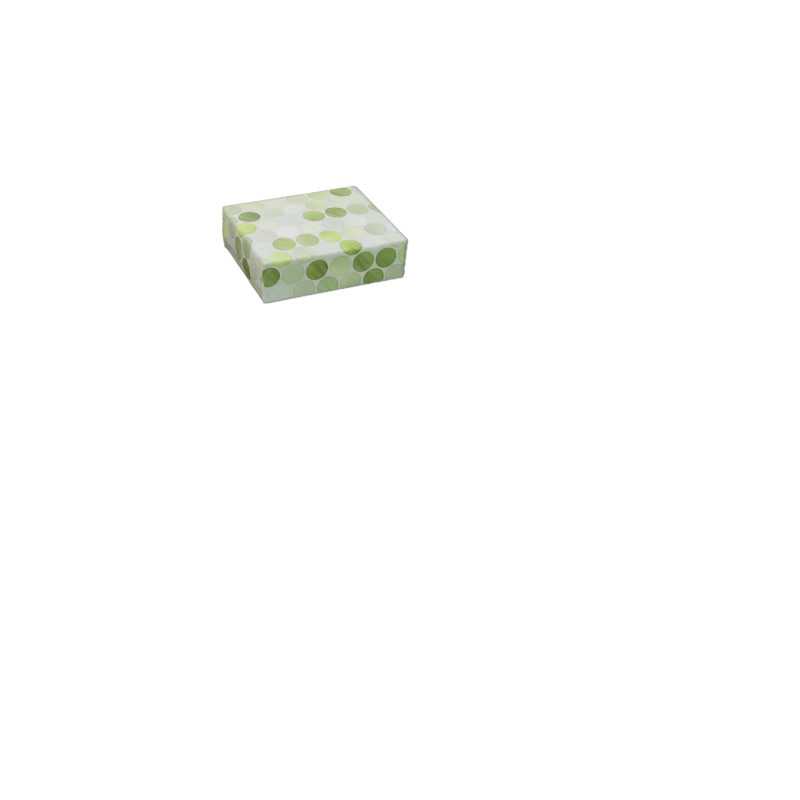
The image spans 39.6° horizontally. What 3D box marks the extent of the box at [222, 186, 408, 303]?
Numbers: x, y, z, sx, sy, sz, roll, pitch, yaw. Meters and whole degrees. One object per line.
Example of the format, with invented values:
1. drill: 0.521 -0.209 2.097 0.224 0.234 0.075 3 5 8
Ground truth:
1. box: -0.064 -0.116 0.811 0.112 0.036 0.097 -15 37 -20
